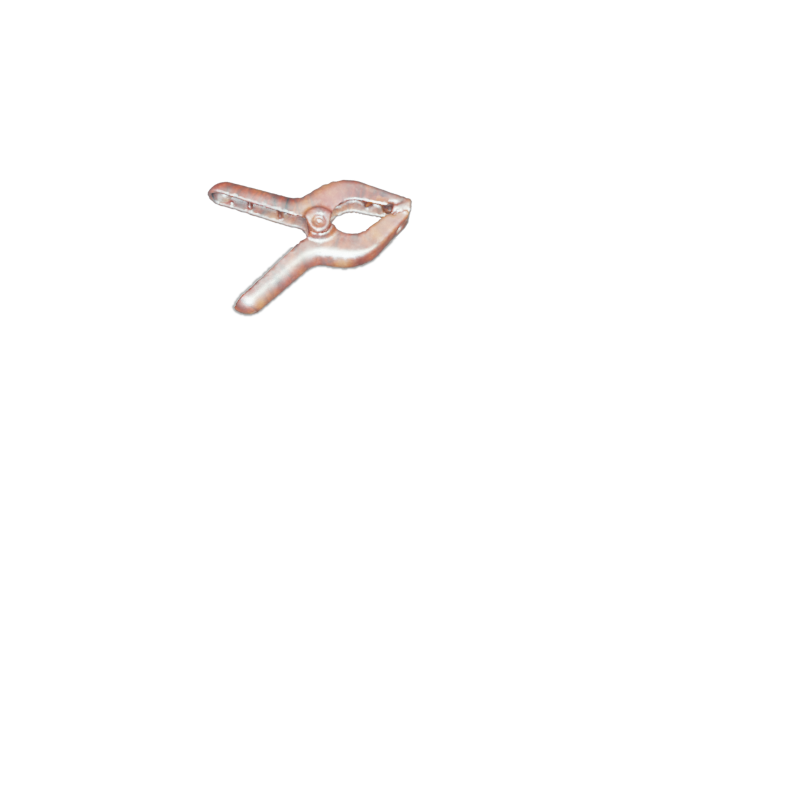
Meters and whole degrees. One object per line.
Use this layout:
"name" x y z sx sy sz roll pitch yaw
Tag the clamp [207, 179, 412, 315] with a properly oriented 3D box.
"clamp" -0.073 -0.132 0.928 0.171 0.125 0.038 -5 -17 -2
